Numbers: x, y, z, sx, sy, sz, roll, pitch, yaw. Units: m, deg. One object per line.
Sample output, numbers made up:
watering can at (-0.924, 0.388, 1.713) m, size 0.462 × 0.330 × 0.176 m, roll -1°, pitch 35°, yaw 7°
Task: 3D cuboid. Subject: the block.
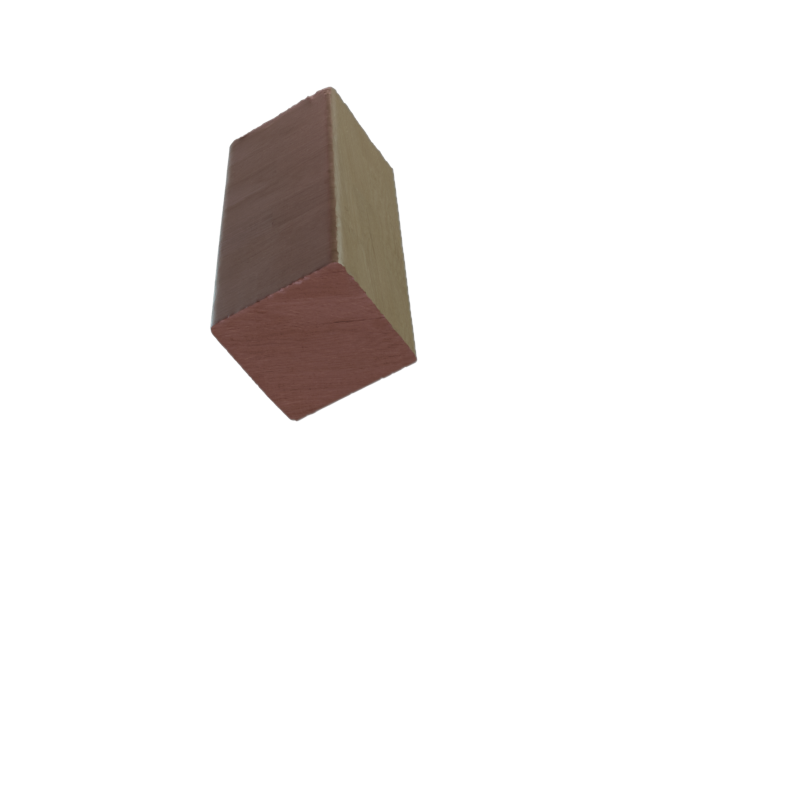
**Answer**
block at (-0.056, -0.102, 0.714) m, size 0.091 × 0.221 × 0.084 m, roll -27°, pitch -53°, yaw 18°
